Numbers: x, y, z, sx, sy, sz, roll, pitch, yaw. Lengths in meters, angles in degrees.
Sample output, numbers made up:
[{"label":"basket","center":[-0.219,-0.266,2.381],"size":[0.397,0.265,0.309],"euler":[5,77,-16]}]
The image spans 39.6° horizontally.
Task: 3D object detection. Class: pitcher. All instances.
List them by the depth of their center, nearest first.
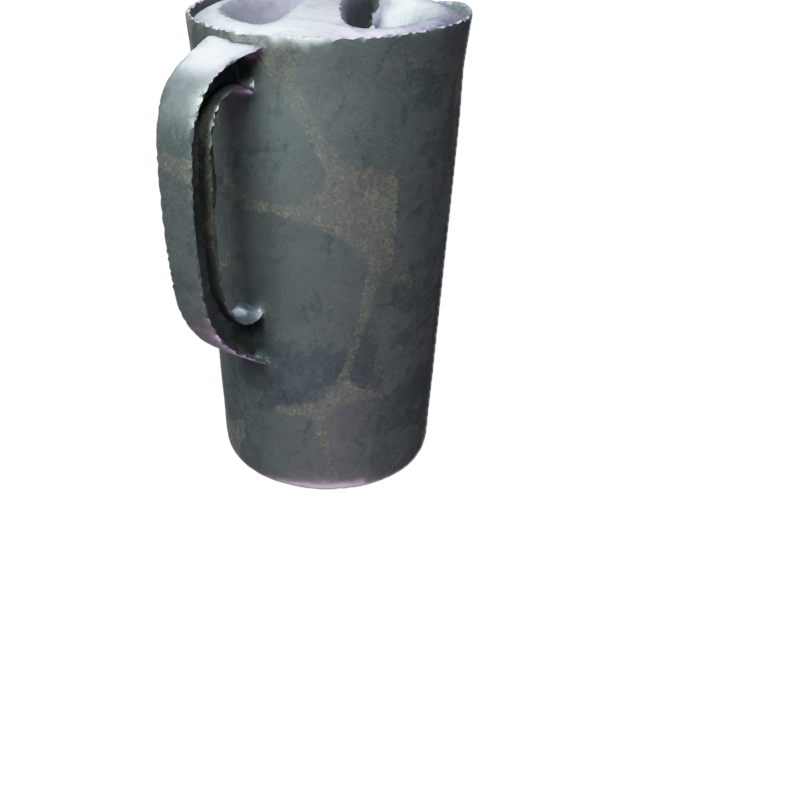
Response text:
[{"label":"pitcher","center":[-0.043,-0.079,0.552],"size":[0.147,0.231,0.154],"euler":[-3,25,-10]}]
